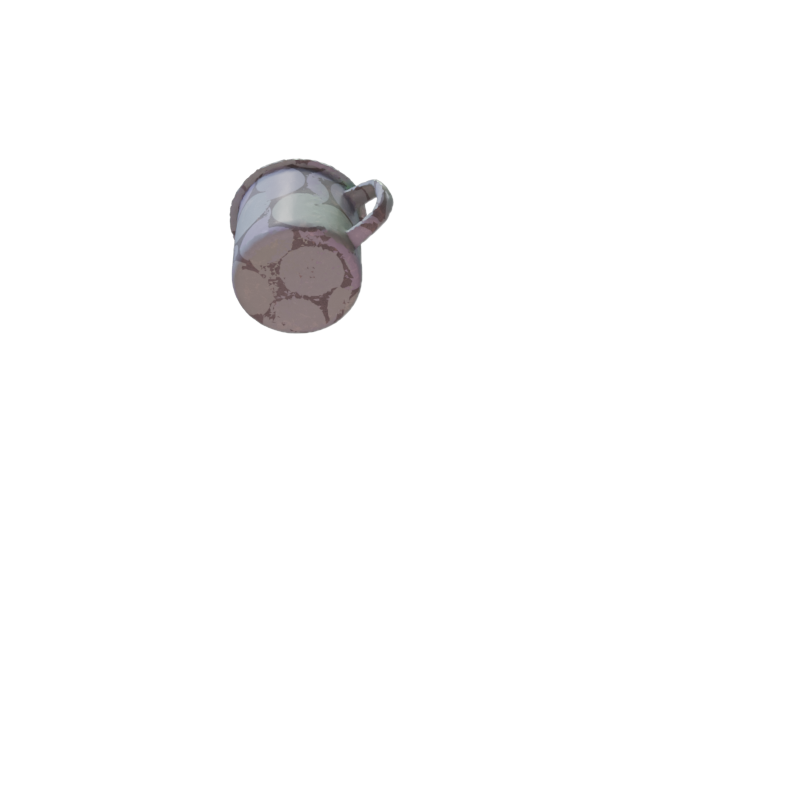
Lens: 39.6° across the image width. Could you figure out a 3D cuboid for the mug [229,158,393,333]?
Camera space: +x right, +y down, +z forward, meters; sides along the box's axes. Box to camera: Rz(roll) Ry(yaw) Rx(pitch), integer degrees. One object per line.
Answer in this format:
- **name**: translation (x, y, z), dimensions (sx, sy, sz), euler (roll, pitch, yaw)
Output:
- **mug**: translation (-0.056, -0.102, 0.712), dimensions (0.117, 0.087, 0.087), euler (-26, 32, 15)
